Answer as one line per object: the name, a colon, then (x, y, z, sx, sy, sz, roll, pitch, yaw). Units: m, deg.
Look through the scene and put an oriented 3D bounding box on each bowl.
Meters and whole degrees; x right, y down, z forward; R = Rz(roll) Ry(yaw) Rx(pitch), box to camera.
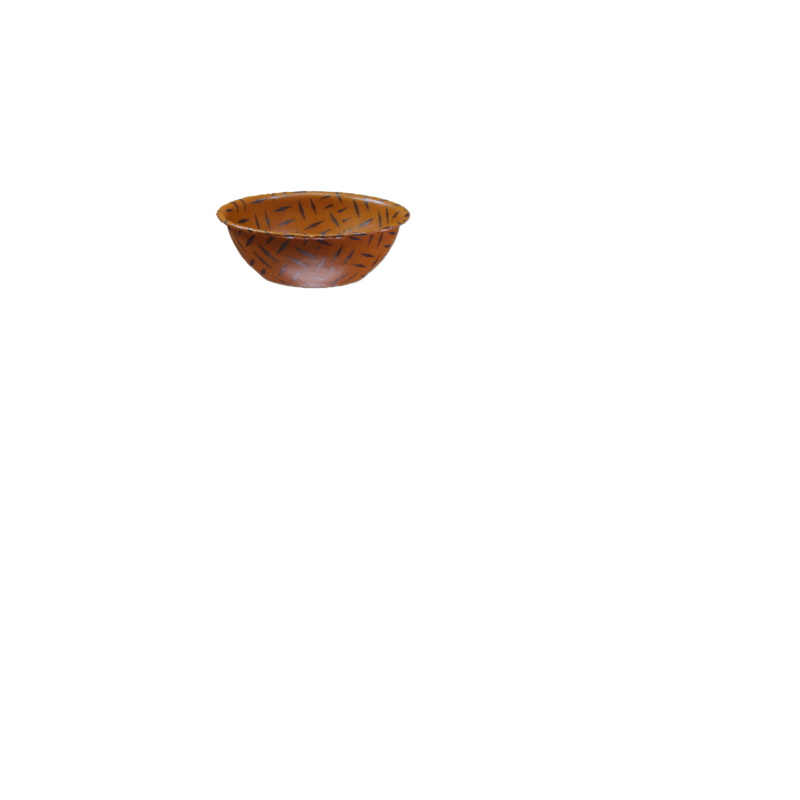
bowl: (-0.073, -0.133, 0.932, 0.162, 0.053, 0.169, -1, 22, -2)
